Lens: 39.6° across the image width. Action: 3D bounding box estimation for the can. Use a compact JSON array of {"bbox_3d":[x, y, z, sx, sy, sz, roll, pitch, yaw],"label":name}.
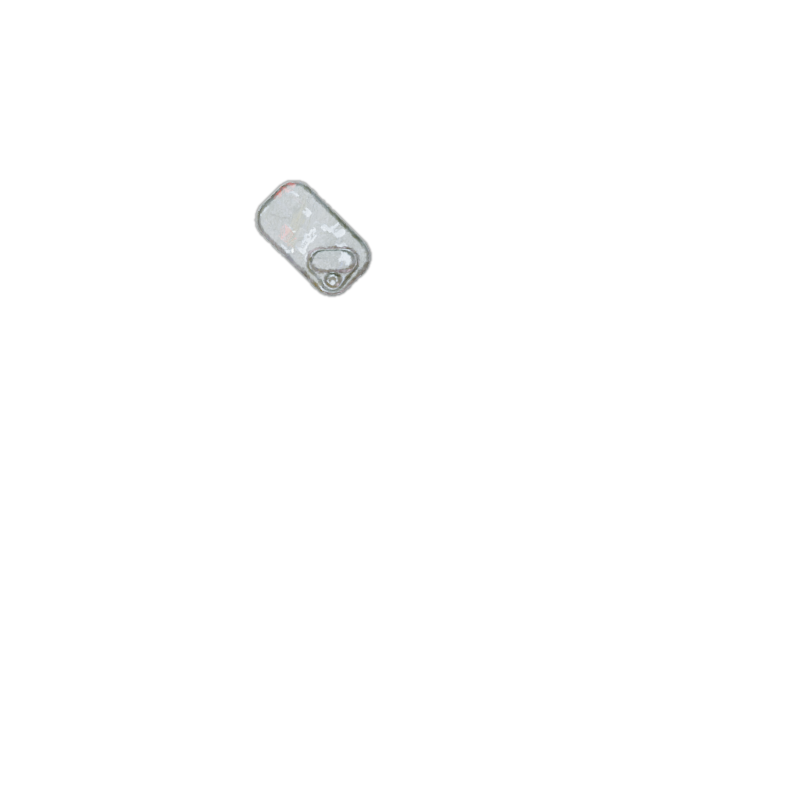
[{"bbox_3d":[-0.076,-0.138,0.967,0.102,0.057,0.084,45,-1,-1],"label":"can"}]
